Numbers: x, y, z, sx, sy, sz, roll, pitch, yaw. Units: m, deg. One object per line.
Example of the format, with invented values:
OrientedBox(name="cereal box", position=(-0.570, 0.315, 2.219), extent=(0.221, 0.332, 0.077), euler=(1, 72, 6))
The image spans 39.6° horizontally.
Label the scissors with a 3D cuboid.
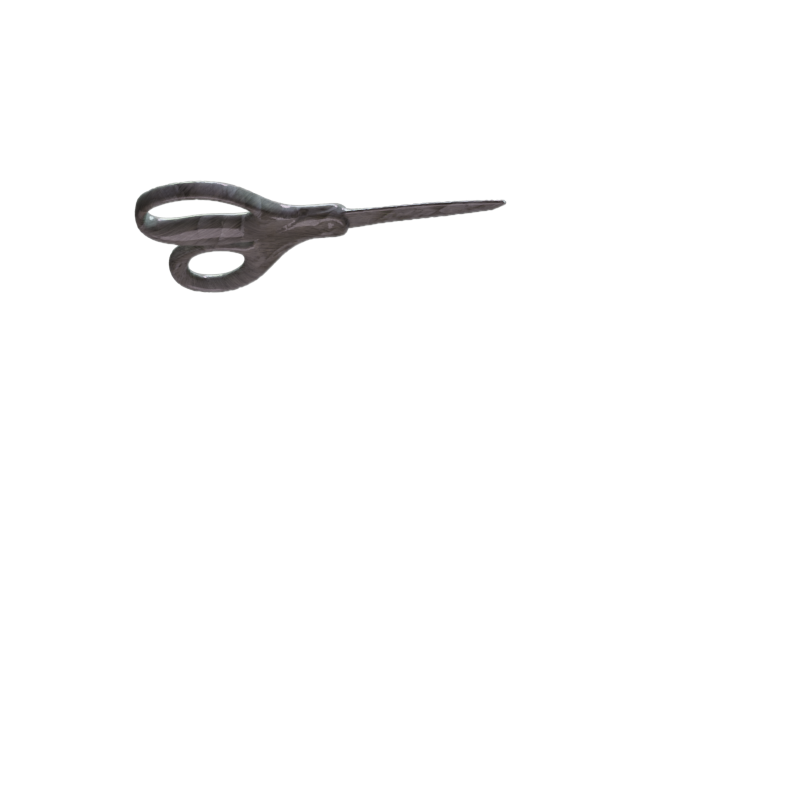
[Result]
OrientedBox(name="scissors", position=(-0.049, -0.090, 0.631), extent=(0.200, 0.017, 0.091), euler=(4, -34, -6))
